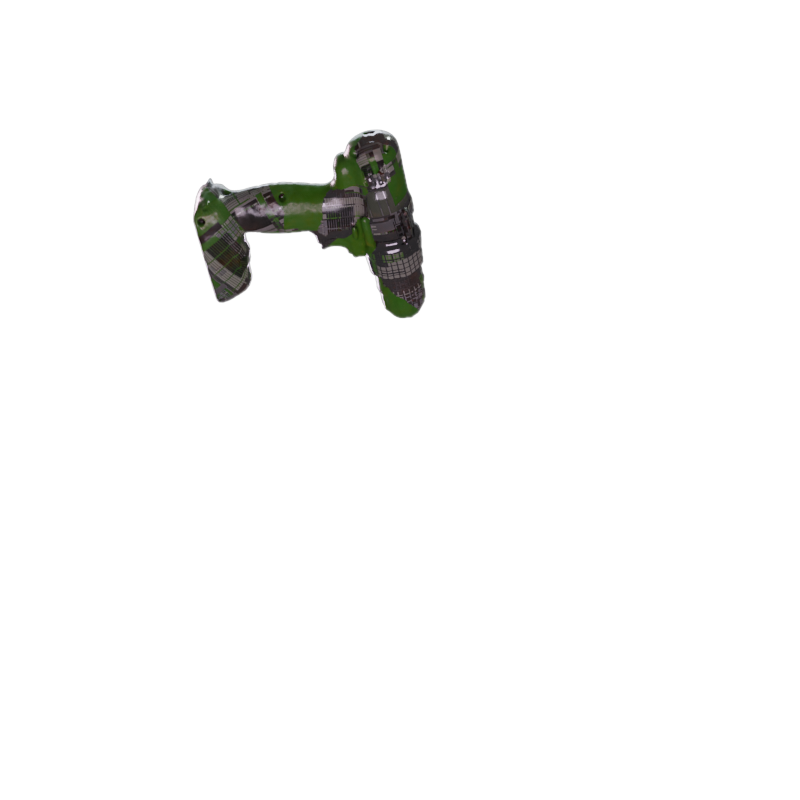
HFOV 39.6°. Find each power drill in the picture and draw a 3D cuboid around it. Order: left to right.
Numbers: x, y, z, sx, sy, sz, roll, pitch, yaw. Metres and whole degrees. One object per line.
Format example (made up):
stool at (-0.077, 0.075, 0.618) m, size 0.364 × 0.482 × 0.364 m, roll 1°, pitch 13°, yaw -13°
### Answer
power drill at (-0.076, -0.138, 0.970) m, size 0.188 × 0.172 × 0.061 m, roll -9°, pitch 32°, yaw 6°
